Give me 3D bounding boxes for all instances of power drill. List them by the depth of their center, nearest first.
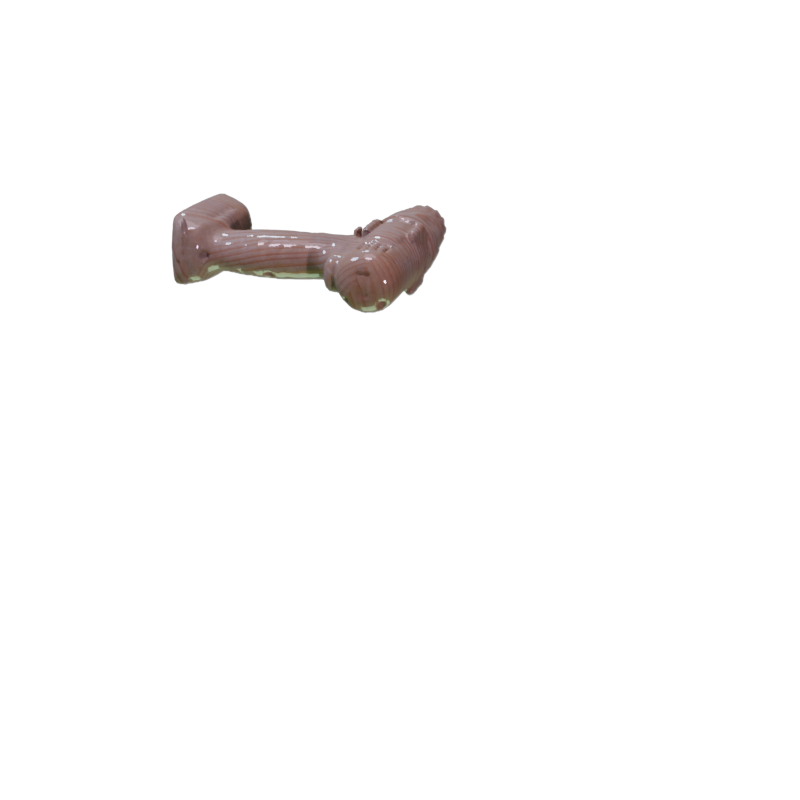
[{"bbox_3d":[-0.067,-0.122,0.852,0.192,0.055,0.187,6,21,16],"label":"power drill"}]
